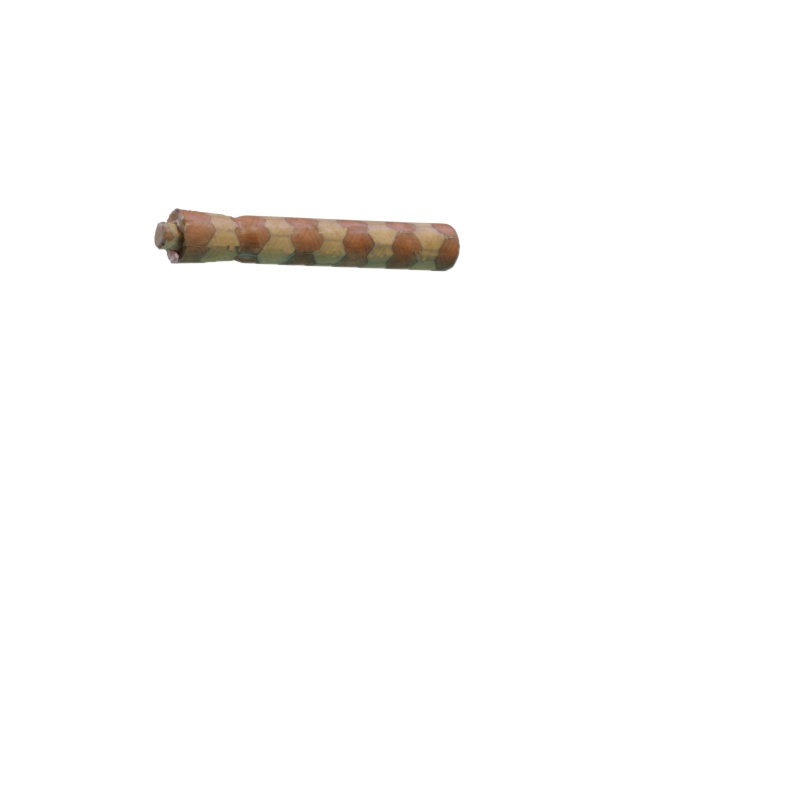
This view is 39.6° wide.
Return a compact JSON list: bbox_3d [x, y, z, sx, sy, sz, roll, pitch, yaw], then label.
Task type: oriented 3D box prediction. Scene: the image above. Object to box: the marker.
[{"bbox_3d":[-0.031,-0.057,0.402,0.117,0.020,0.020,-2,5,-32],"label":"marker"}]
